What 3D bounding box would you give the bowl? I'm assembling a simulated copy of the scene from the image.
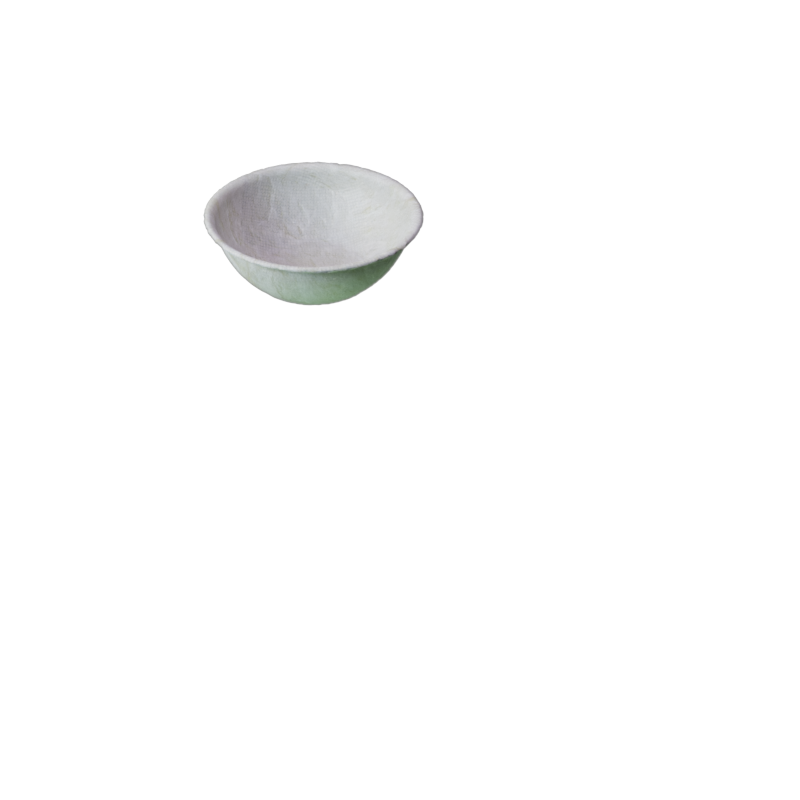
[{"bbox_3d":[-0.065,-0.118,0.829,0.162,0.051,0.173,-1,36,-2],"label":"bowl"}]
